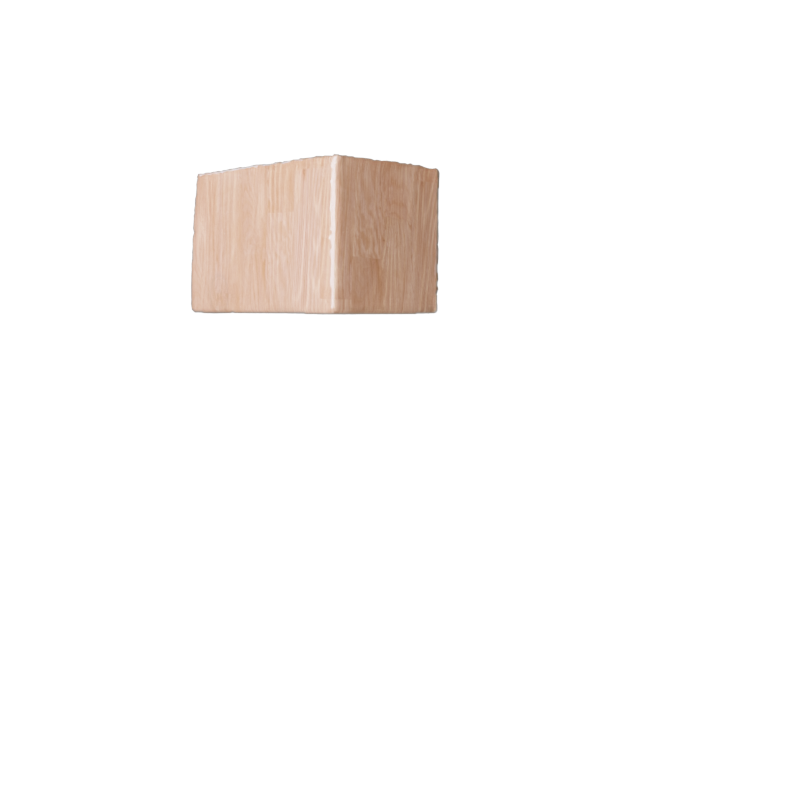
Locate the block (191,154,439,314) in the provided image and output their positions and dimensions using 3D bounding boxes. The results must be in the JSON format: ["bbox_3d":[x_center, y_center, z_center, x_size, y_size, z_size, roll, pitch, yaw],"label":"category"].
[{"bbox_3d":[-0.031,-0.057,0.396,0.081,0.051,0.051,2,2,45],"label":"block"}]
